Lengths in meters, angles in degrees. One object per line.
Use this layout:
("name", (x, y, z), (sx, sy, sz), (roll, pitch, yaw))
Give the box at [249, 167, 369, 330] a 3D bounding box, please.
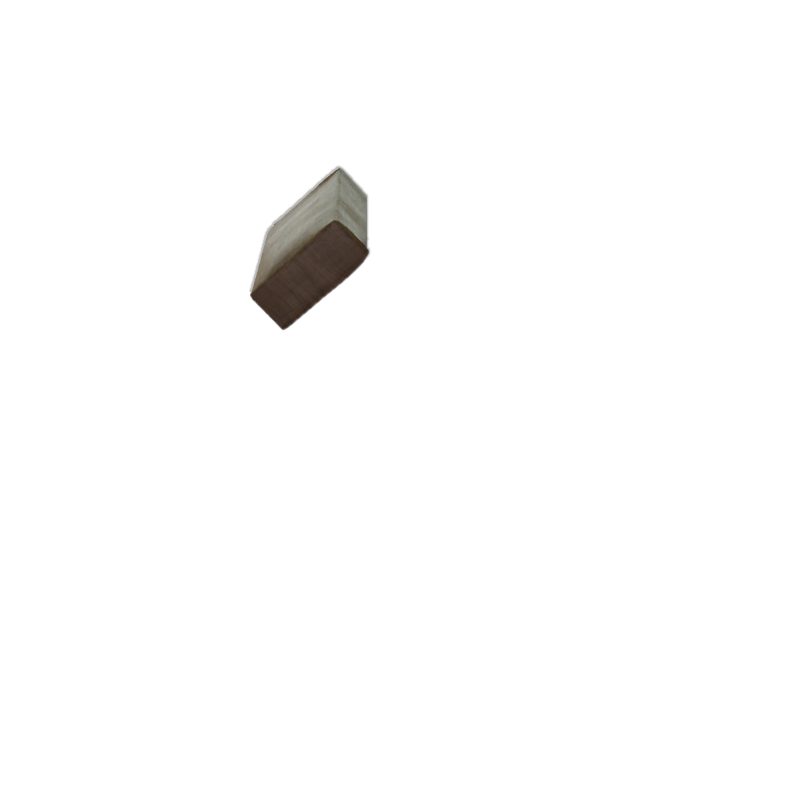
("box", (-0.072, -0.131, 0.917), (0.093, 0.046, 0.185), (-39, 22, 13))
